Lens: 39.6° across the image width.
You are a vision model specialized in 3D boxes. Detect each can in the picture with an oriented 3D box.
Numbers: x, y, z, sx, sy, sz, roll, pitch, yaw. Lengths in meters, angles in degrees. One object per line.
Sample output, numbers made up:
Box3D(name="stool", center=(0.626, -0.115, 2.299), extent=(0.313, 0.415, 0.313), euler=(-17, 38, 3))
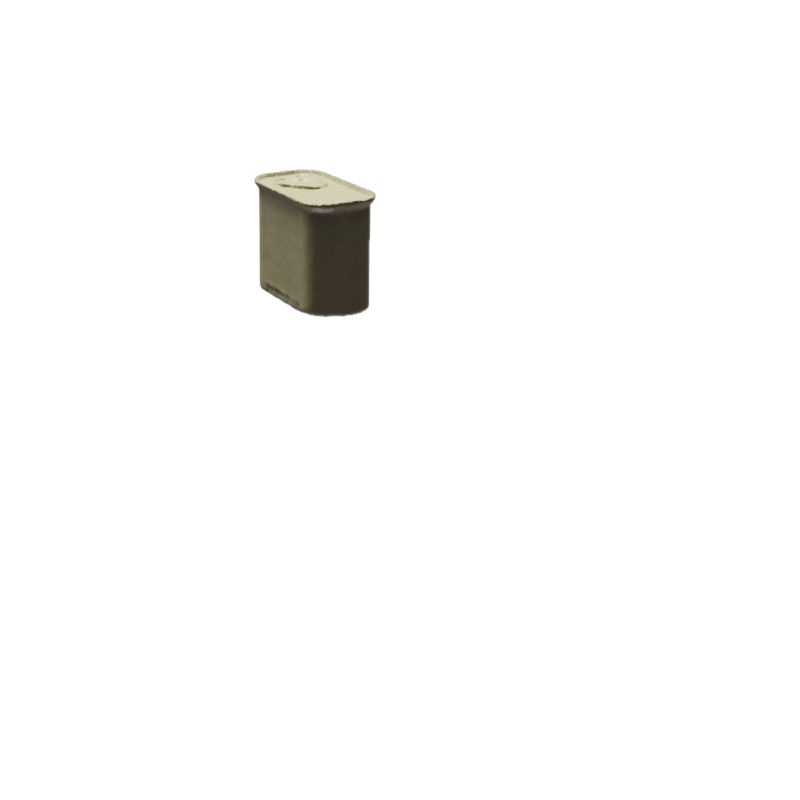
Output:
Box3D(name="can", center=(-0.062, -0.114, 0.796), extent=(0.056, 0.080, 0.109), euler=(-11, 25, -30))
